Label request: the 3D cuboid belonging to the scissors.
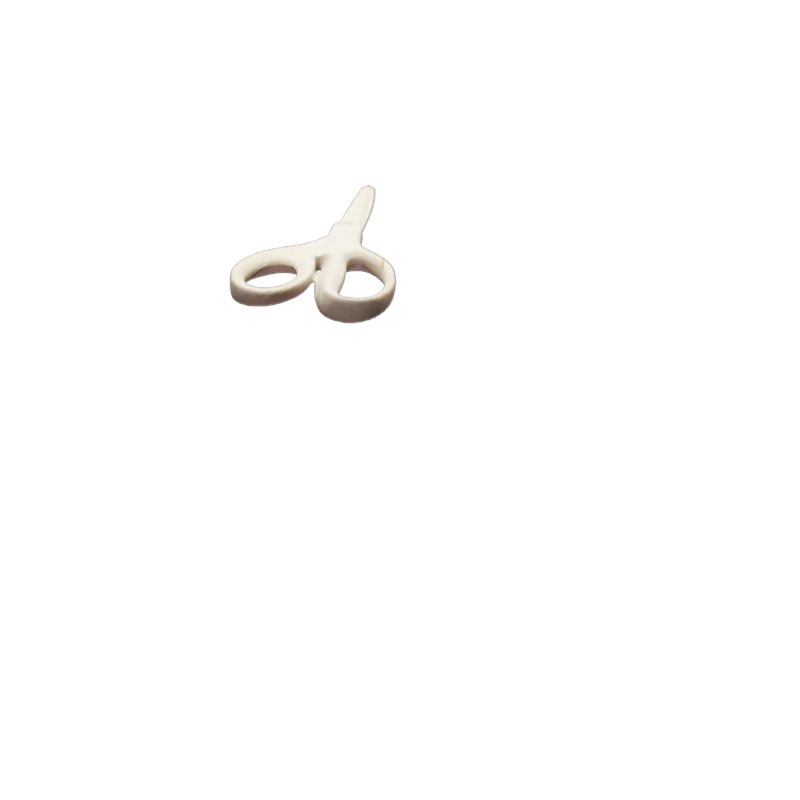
[{"bbox_3d":[-0.050,-0.091,0.640,0.095,0.015,0.214,-3,27,-6],"label":"scissors"}]
